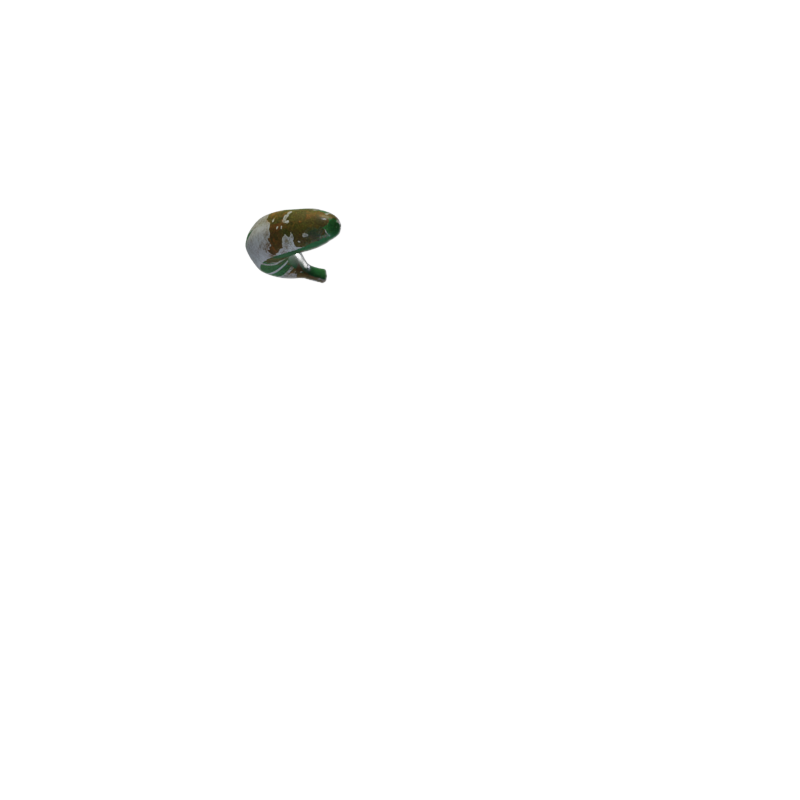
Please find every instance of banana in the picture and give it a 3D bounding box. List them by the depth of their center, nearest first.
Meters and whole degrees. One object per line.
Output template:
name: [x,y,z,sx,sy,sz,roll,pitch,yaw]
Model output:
banana: [-0.086,-0.123,0.866,0.069,0.037,0.196,0,-3,-6]
